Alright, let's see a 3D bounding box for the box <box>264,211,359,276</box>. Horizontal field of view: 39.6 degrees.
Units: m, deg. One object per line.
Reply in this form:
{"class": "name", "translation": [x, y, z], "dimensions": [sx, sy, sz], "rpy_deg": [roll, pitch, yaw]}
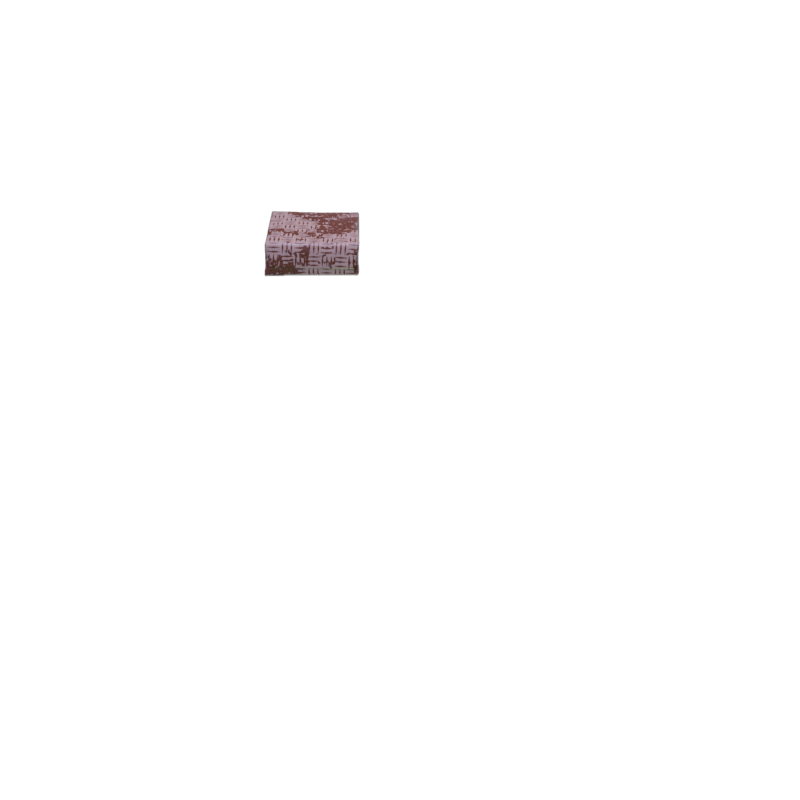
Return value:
{"class": "box", "translation": [-0.069, -0.126, 0.881], "dimensions": [0.073, 0.029, 0.093], "rpy_deg": [0, 24, 0]}
